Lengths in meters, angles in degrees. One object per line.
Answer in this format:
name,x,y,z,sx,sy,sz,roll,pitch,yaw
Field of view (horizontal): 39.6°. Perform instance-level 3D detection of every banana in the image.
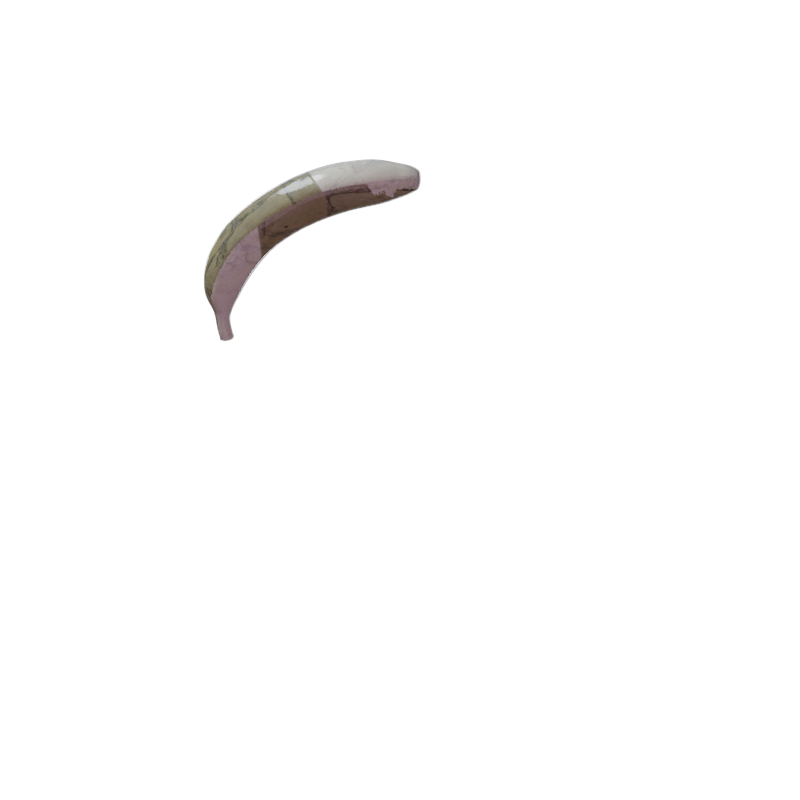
banana,-0.079,-0.127,0.820,0.196,0.066,0.039,-36,22,16
